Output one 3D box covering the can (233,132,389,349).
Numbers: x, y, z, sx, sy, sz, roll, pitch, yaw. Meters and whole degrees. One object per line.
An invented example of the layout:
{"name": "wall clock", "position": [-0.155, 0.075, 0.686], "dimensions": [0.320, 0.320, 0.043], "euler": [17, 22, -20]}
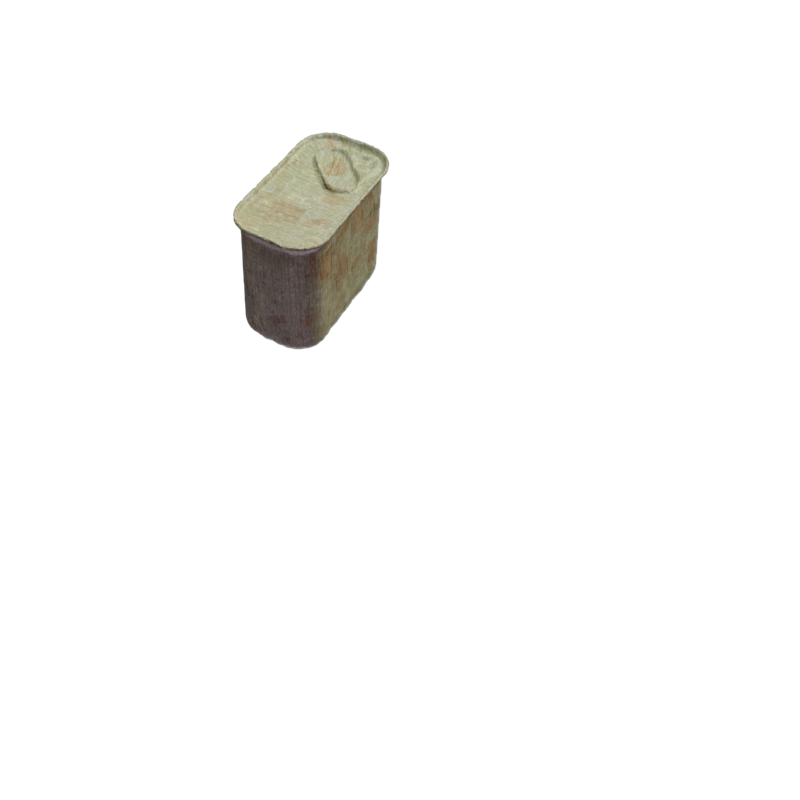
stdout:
{"name": "can", "position": [-0.051, -0.092, 0.647], "dimensions": [0.060, 0.078, 0.105], "euler": [22, 49, 17]}
